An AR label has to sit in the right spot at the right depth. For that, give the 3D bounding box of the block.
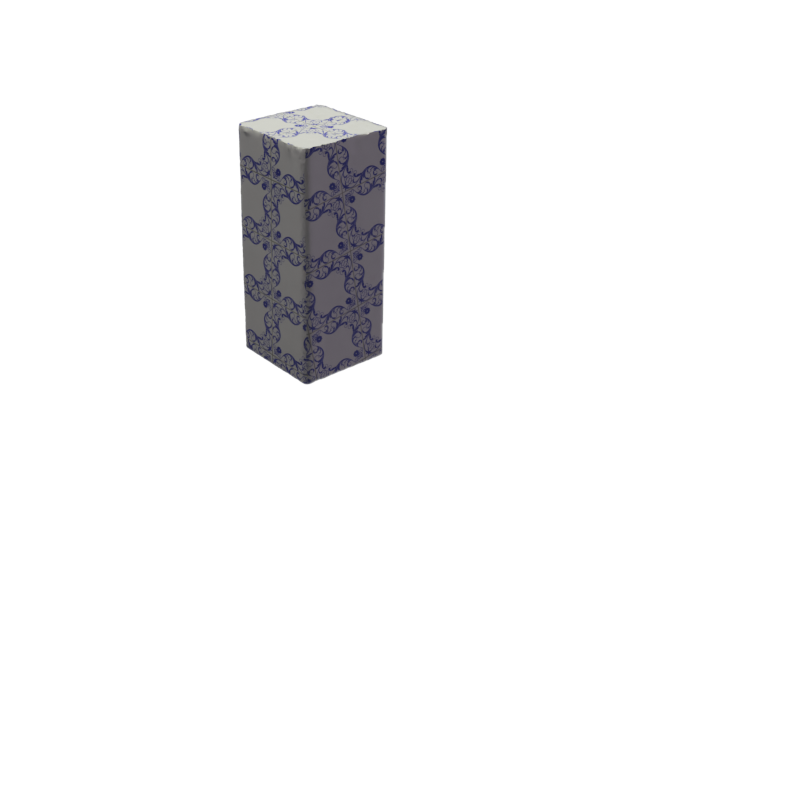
[{"bbox_3d":[-0.074,-0.133,0.934,0.089,0.195,0.097,-19,33,-37],"label":"block"}]
